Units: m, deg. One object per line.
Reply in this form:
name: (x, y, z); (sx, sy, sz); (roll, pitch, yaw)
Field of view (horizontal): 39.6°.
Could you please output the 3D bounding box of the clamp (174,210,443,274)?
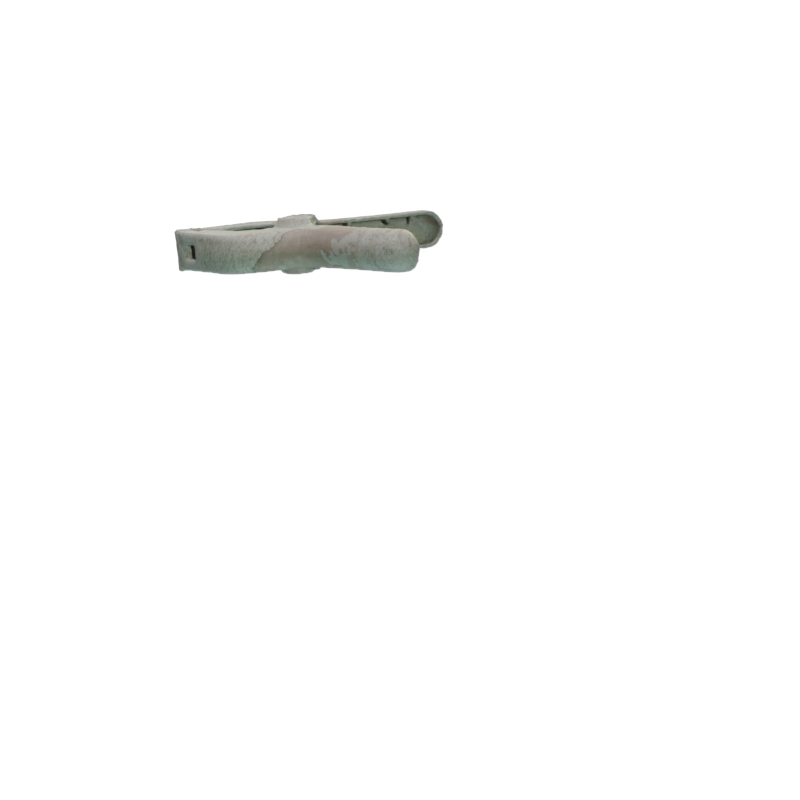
clamp: (-0.055, -0.101, 0.705); (0.176, 0.039, 0.119); (4, 11, 21)
